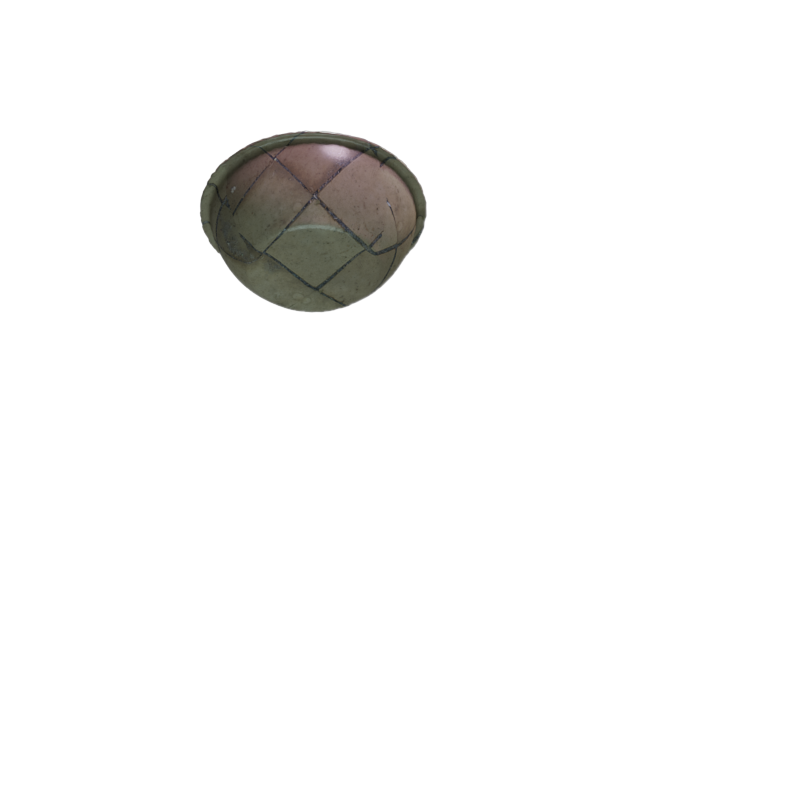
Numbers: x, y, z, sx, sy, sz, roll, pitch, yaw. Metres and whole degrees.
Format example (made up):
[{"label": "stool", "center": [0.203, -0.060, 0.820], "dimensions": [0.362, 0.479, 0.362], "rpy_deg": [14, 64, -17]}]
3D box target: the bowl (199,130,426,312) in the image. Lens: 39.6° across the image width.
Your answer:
[{"label": "bowl", "center": [-0.061, -0.111, 0.774], "dimensions": [0.162, 0.059, 0.151], "rpy_deg": [1, -38, -2]}]
